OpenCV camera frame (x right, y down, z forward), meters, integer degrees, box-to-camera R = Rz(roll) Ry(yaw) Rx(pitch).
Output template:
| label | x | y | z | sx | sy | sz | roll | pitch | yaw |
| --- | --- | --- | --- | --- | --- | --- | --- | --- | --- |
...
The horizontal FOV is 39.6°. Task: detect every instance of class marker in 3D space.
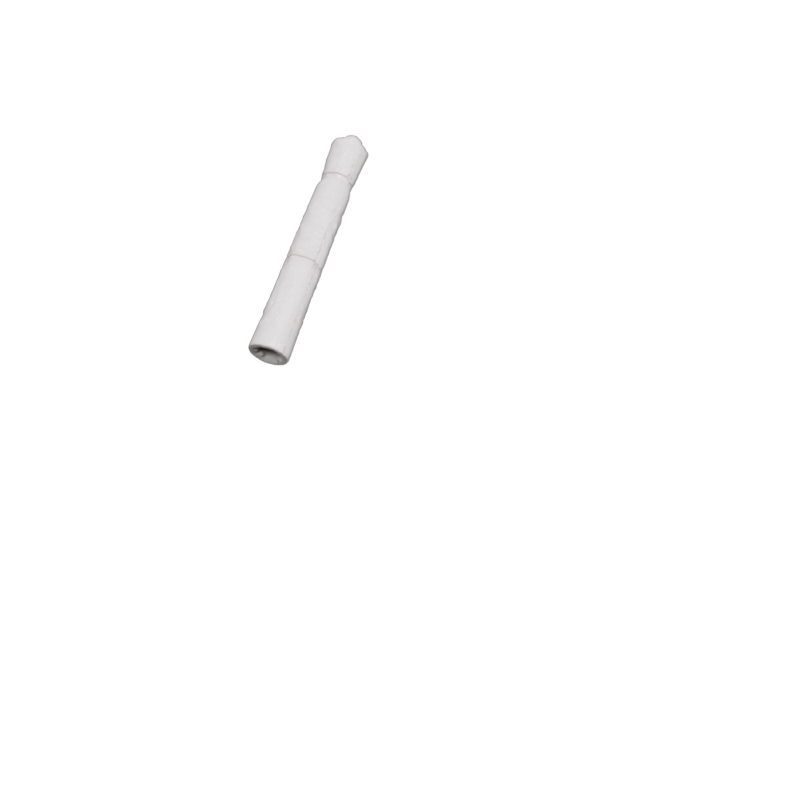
| label | x | y | z | sx | sy | sz | roll | pitch | yaw |
| --- | --- | --- | --- | --- | --- | --- | --- | --- | --- |
| marker | -0.040 | -0.073 | 0.508 | 0.020 | 0.126 | 0.019 | 15 | -27 | 6 |
